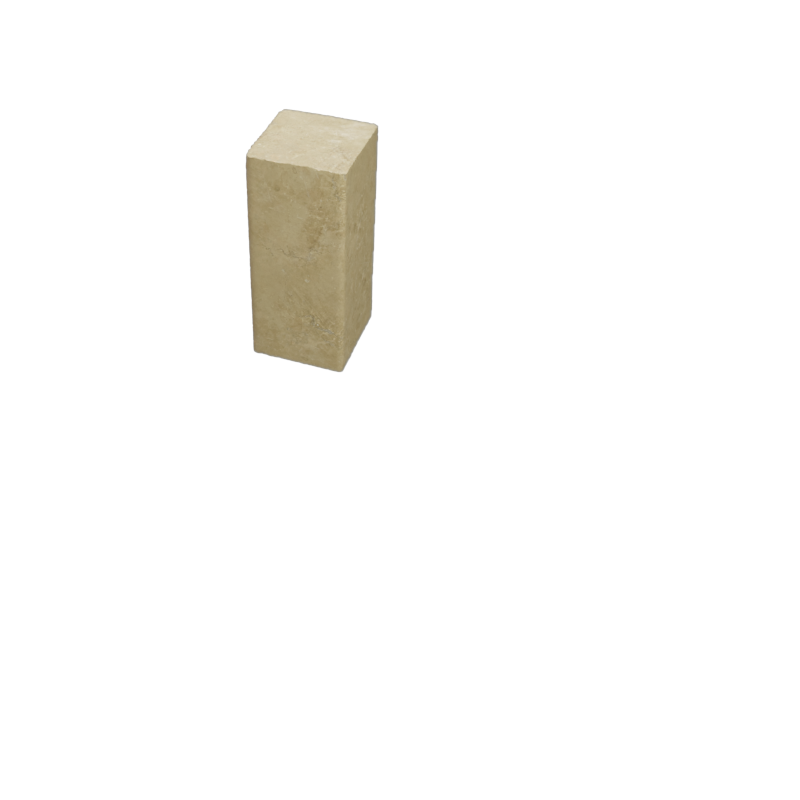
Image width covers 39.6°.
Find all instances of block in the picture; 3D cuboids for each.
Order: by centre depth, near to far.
[{"bbox_3d":[-0.077,-0.139,0.975,0.092,0.193,0.095,13,39,12],"label":"block"}]
